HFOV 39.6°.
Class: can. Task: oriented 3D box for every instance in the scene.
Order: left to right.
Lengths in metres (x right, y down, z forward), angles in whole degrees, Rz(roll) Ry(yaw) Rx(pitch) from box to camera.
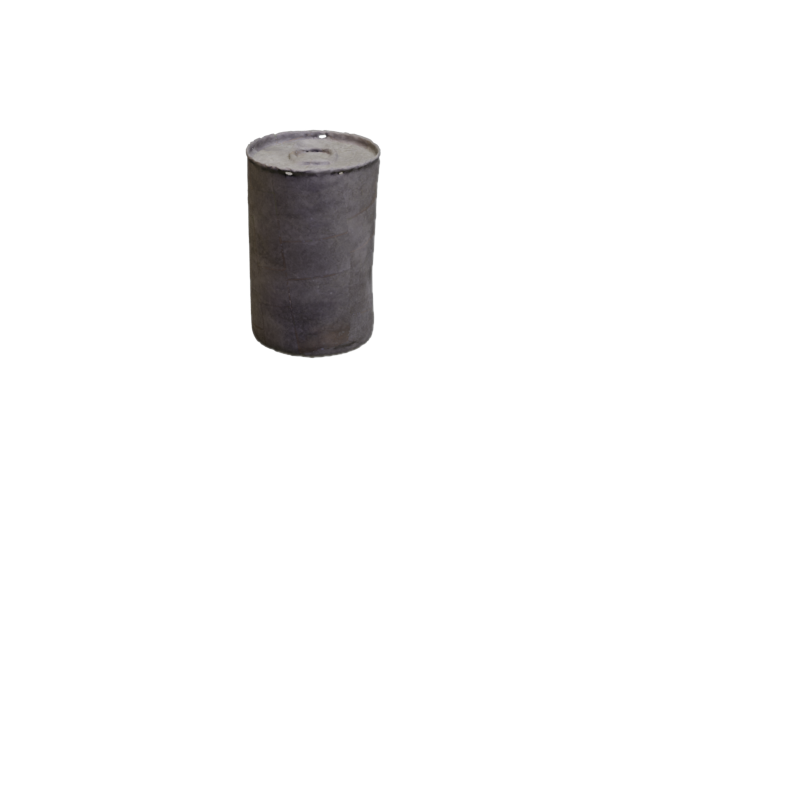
[{"bbox_3d":[-0.045,-0.082,0.575,0.068,0.097,0.072,0,25,-2],"label":"can"}]
